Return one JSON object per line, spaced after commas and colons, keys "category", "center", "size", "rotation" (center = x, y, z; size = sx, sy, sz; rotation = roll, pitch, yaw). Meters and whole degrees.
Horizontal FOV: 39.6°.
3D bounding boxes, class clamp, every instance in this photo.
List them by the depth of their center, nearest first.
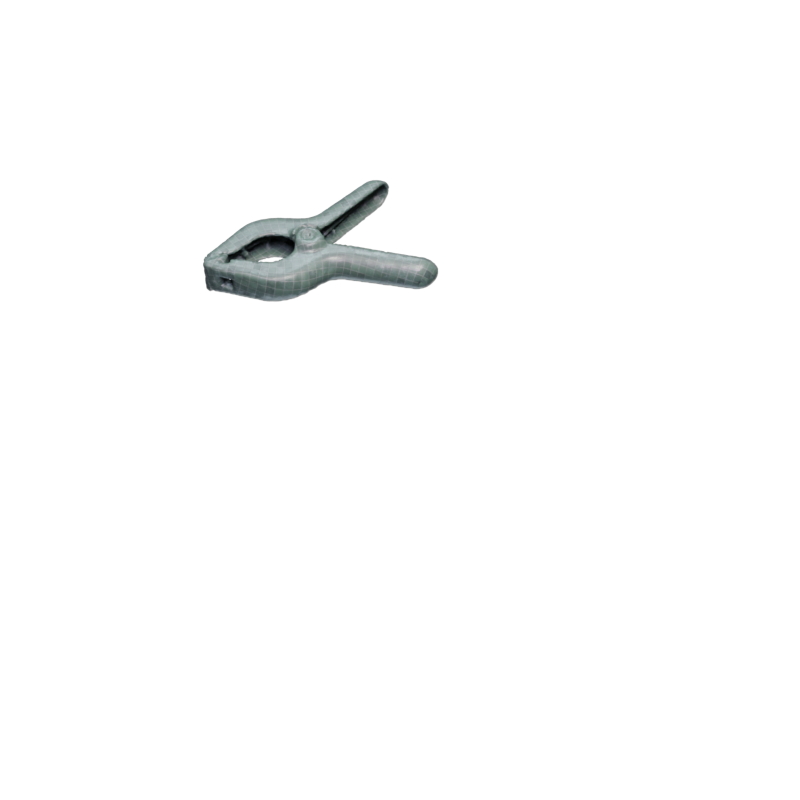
{"category": "clamp", "center": [-0.067, -0.121, 0.850], "size": [0.170, 0.037, 0.130], "rotation": [-6, 40, -8]}
